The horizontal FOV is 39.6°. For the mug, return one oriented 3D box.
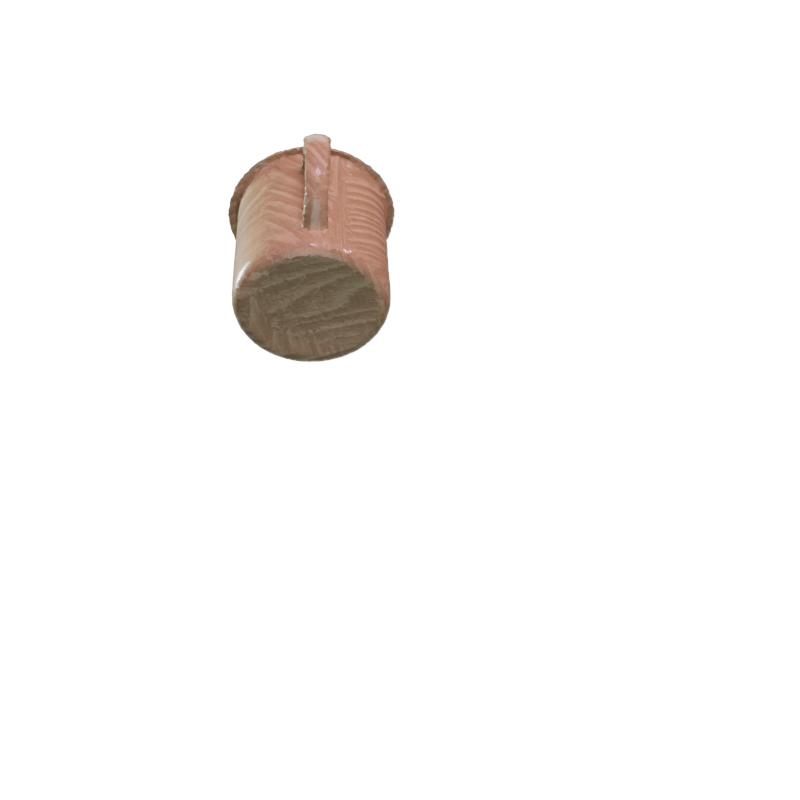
[{"bbox_3d":[-0.046,-0.084,0.586,0.092,0.110,0.087,4,41,-6],"label":"mug"}]
